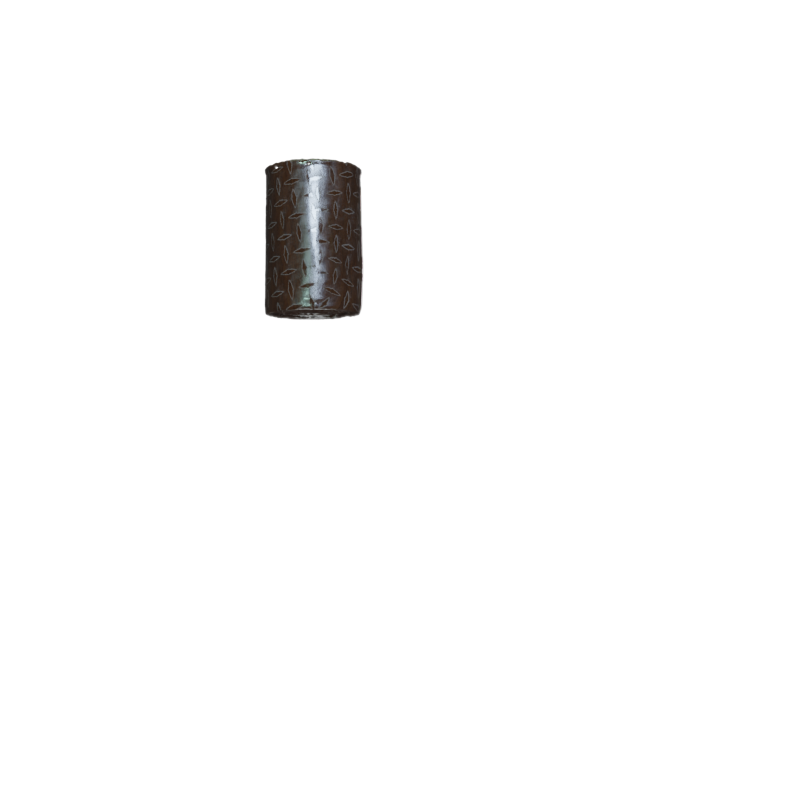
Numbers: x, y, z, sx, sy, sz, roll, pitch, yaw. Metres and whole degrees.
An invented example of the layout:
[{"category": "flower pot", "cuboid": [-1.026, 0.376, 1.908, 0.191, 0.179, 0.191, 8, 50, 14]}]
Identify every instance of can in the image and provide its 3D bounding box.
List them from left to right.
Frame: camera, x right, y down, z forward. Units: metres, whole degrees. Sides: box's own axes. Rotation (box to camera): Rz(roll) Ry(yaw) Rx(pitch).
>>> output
[{"category": "can", "cuboid": [-0.060, -0.110, 0.769, 0.068, 0.104, 0.067, 0, -7, -2]}]
